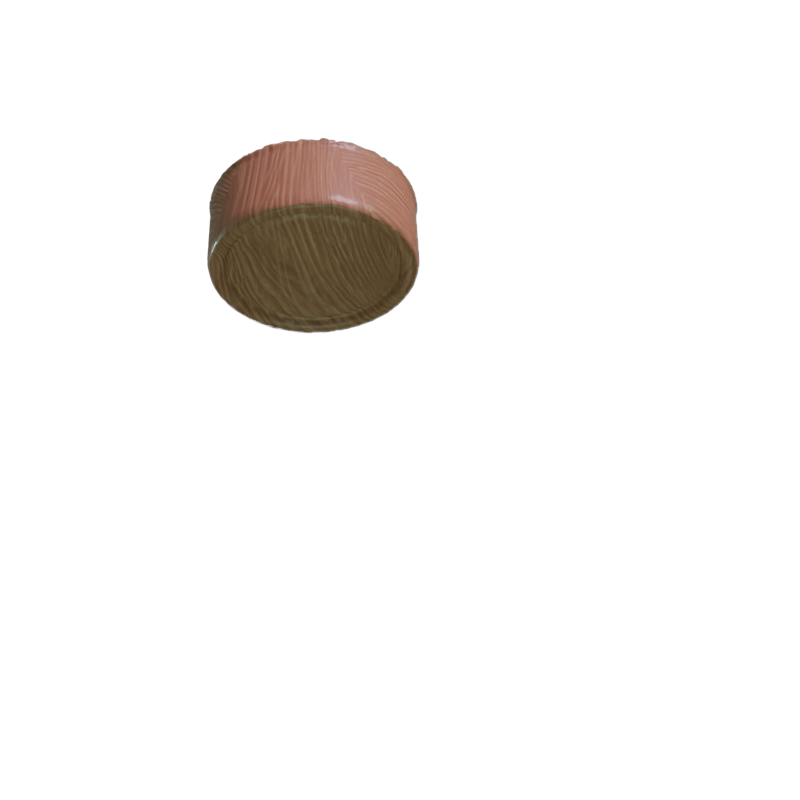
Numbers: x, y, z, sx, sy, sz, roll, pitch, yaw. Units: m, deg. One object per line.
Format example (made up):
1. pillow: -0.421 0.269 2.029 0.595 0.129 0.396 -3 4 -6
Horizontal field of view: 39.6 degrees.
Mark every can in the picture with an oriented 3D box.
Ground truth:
1. can: -0.035 -0.064 0.448 0.086 0.036 0.080 1 -35 -2
